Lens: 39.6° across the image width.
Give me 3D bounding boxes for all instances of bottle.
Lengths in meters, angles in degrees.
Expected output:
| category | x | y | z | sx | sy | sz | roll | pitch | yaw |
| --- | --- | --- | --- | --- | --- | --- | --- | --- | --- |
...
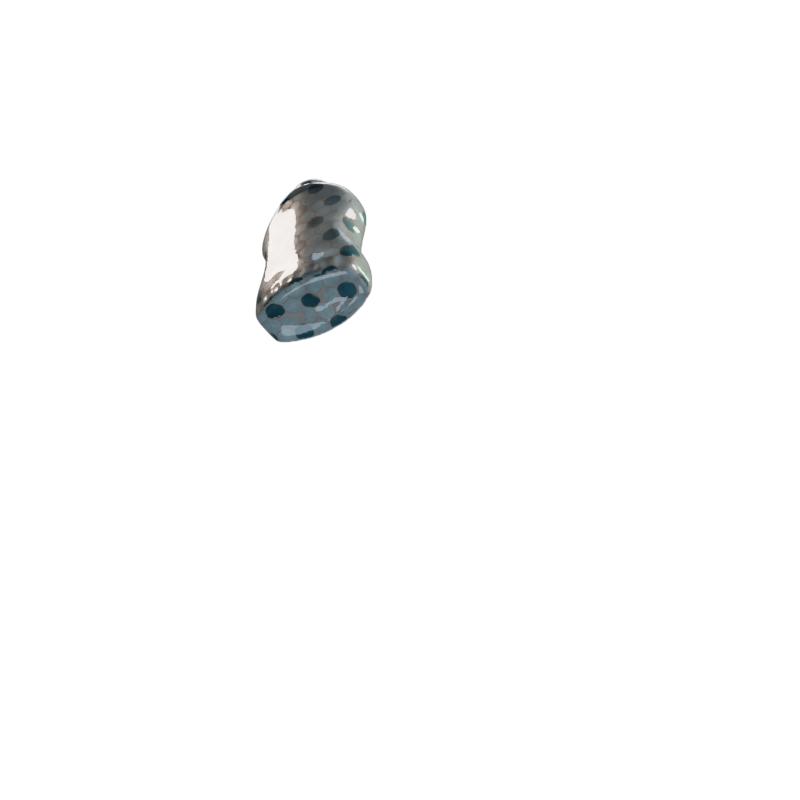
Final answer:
| category | x | y | z | sx | sy | sz | roll | pitch | yaw |
| --- | --- | --- | --- | --- | --- | --- | --- | --- | --- |
| bottle | -0.074 | -0.136 | 0.952 | 0.096 | 0.054 | 0.205 | -30 | 35 | 18 |
